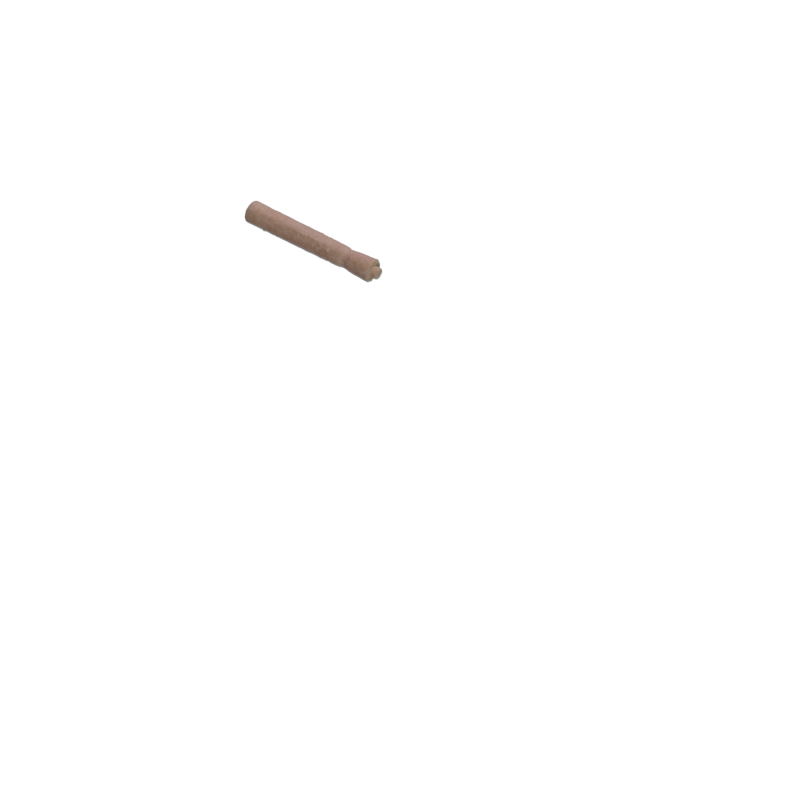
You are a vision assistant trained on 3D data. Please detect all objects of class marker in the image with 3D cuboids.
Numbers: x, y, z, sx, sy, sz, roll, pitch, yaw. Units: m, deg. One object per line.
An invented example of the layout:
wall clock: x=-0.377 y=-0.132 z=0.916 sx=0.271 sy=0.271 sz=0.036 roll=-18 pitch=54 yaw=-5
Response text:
marker: x=-0.066 y=-0.120 z=0.844 sx=0.127 sy=0.019 sz=0.019 roll=29 pitch=16 yaw=25
